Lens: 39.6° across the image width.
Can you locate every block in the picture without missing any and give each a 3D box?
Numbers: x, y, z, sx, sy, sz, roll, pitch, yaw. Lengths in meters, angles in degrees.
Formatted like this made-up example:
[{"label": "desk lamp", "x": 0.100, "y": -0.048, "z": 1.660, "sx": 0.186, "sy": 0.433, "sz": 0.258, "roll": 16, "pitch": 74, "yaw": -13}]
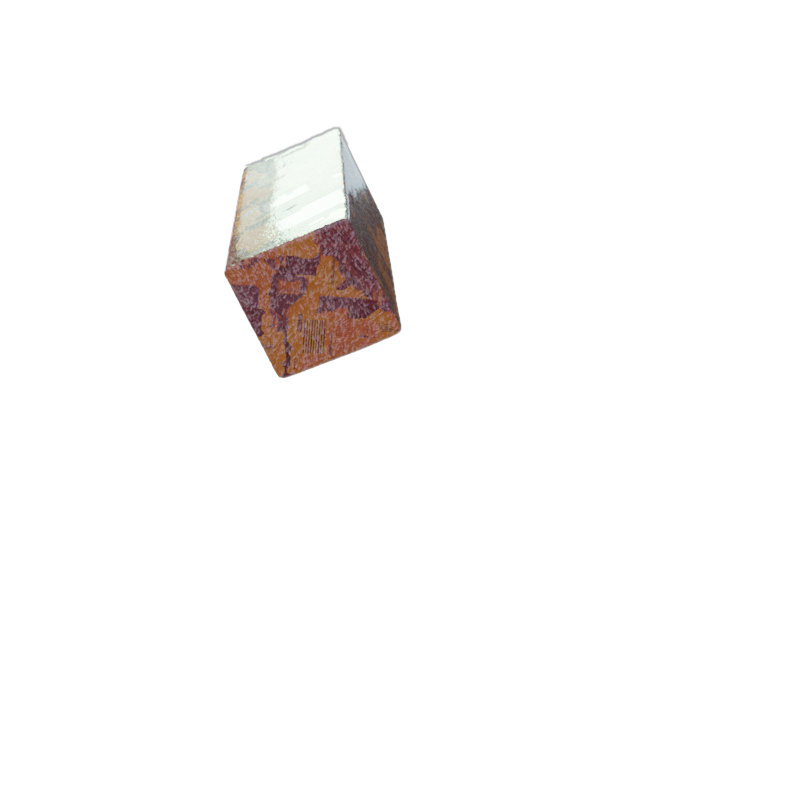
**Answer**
[{"label": "block", "x": -0.064, "y": -0.115, "z": 0.806, "sx": 0.090, "sy": 0.085, "sz": 0.218, "roll": -22, "pitch": 27, "yaw": 8}]
